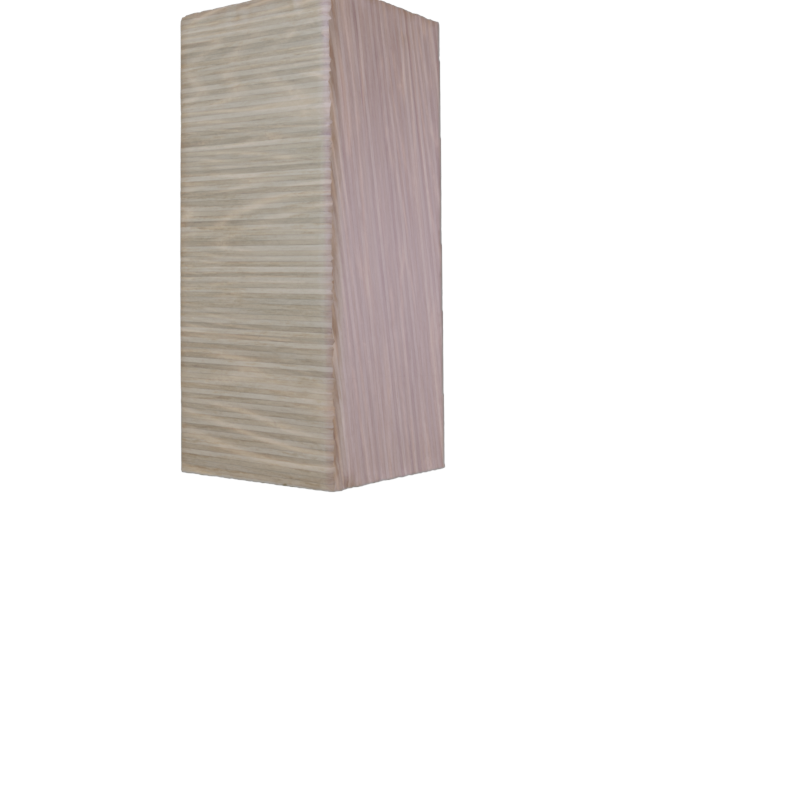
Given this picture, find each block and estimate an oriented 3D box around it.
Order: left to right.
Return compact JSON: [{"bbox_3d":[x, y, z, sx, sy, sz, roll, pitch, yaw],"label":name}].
[{"bbox_3d":[-0.040,-0.072,0.507,0.094,0.207,0.086,-1,-2,36],"label":"block"}]
